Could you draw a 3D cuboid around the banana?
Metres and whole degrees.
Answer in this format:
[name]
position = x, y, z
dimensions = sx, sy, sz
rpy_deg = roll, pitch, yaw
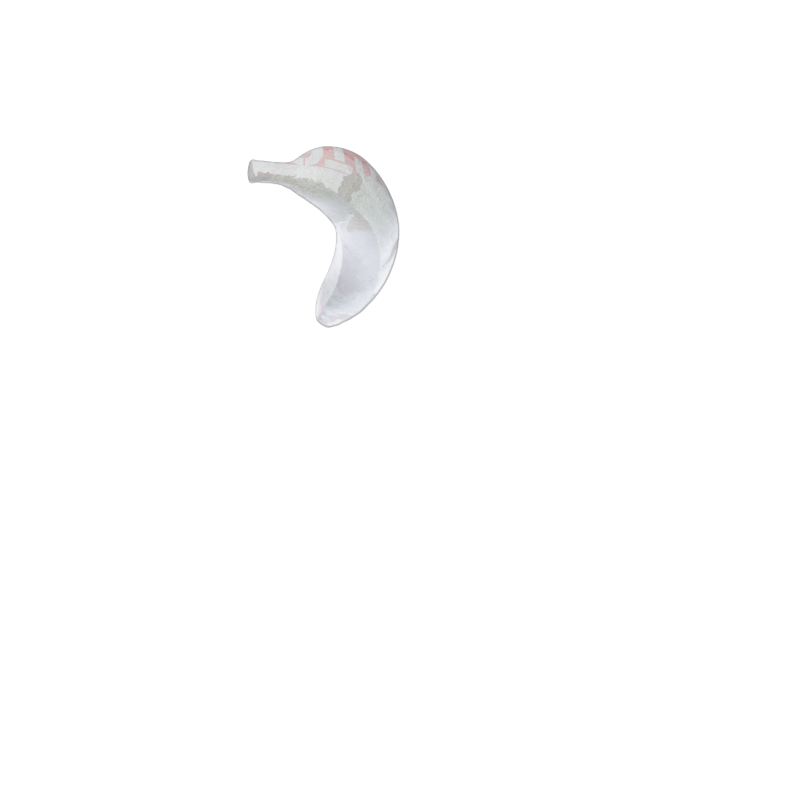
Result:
[banana]
position = -0.034, -0.098, 0.656
dimensions = 0.070, 0.039, 0.185
rpy_deg = -4, -25, 8
